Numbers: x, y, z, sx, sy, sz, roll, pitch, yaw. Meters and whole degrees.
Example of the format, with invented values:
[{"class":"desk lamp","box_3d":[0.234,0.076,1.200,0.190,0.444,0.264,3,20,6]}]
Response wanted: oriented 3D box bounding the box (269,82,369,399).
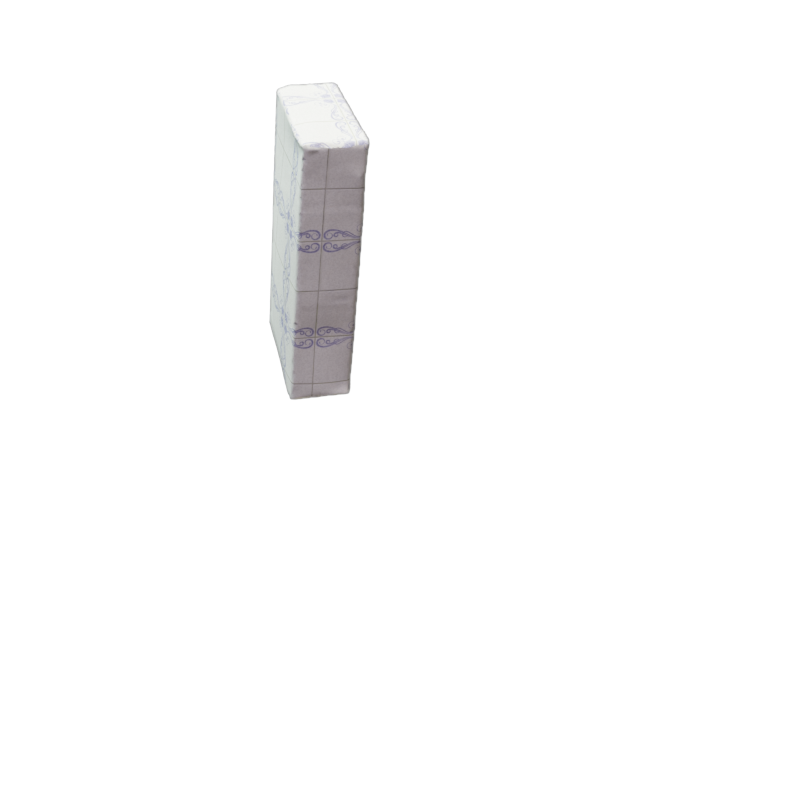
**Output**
[{"class":"box","box_3d":[-0.054,-0.098,0.687,0.047,0.166,0.100,-5,33,-13]}]
